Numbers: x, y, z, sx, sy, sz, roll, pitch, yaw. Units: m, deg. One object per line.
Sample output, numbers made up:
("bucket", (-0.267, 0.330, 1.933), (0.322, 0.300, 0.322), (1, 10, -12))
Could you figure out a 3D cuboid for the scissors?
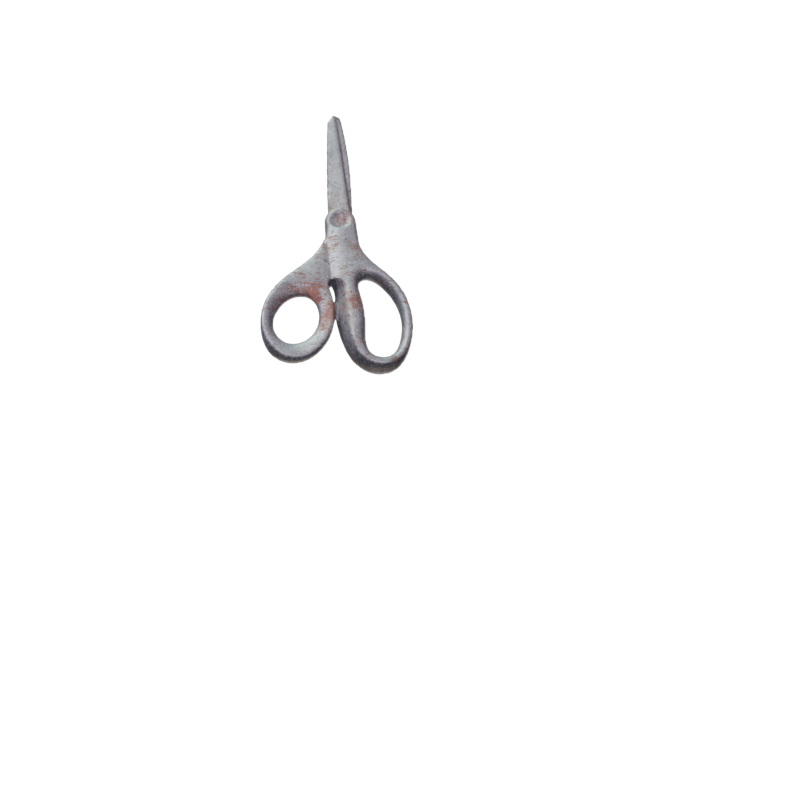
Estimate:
("scissors", (-0.053, -0.097, 0.680), (0.095, 0.218, 0.015), (-15, -35, -11))
